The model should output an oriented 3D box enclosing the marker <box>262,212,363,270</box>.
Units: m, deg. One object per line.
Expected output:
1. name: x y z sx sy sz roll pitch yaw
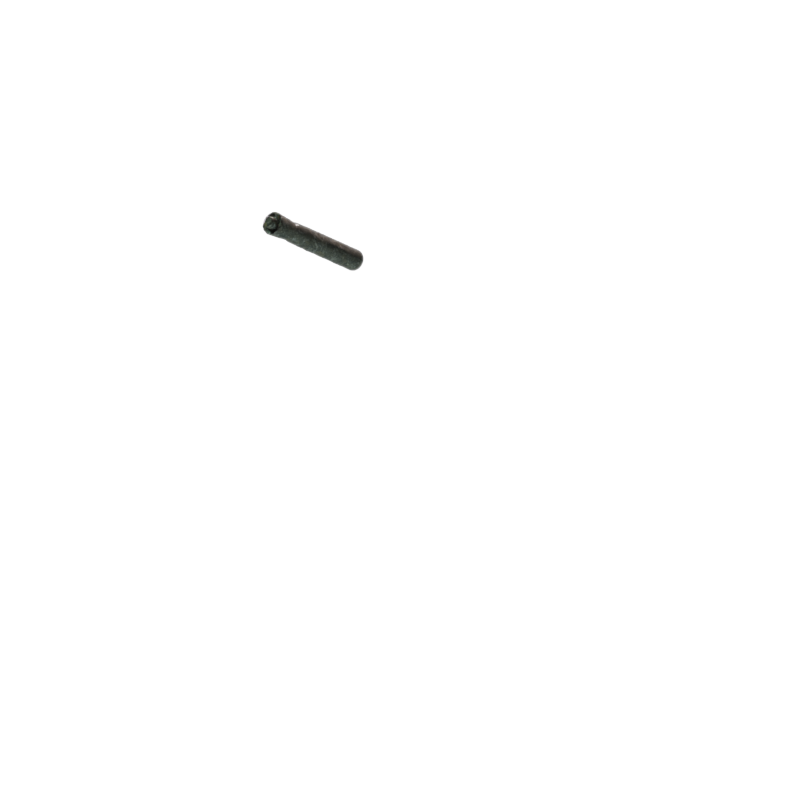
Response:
1. marker: -0.071 -0.130 0.910 0.020 0.020 0.114 3 -8 36
